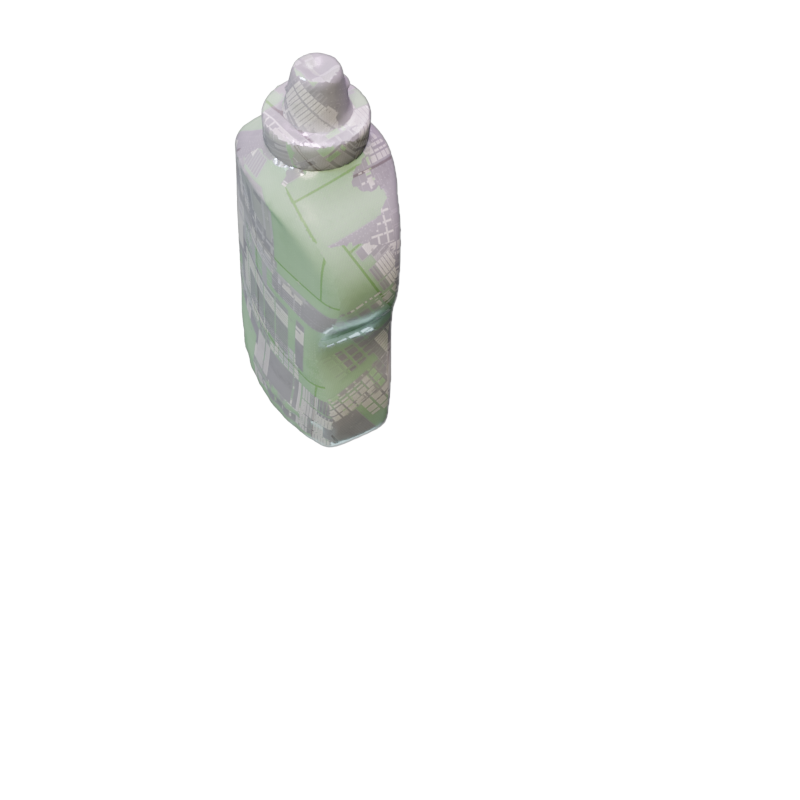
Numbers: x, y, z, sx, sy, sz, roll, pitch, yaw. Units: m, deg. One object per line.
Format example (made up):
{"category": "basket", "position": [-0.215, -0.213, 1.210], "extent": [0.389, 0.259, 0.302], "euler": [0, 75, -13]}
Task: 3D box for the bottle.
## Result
{"category": "bottle", "position": [-0.036, -0.067, 0.467], "extent": [0.058, 0.103, 0.179], "euler": [-20, -32, -17]}
